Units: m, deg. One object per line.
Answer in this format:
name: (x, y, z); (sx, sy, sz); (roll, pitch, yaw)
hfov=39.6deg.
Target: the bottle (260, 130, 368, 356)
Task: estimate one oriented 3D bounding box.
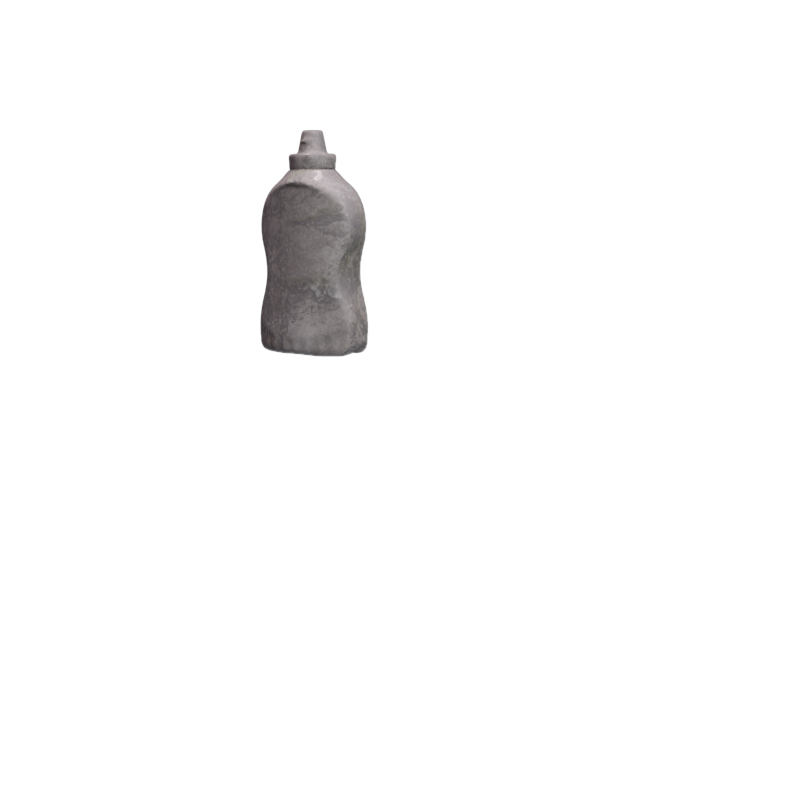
bottle: (-0.075, -0.137, 0.958); (0.100, 0.191, 0.056); (3, 4, 35)
